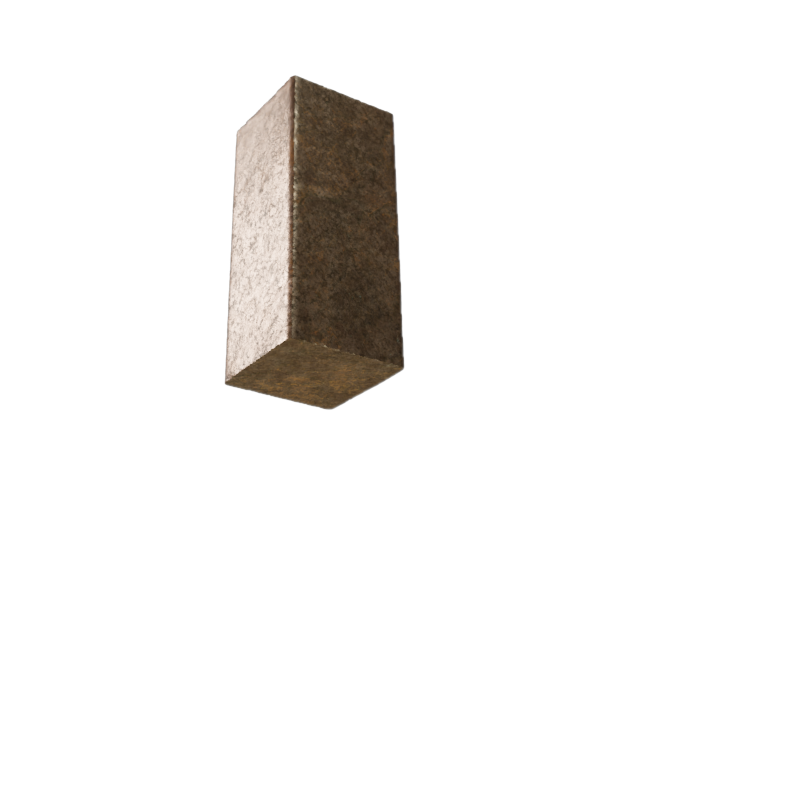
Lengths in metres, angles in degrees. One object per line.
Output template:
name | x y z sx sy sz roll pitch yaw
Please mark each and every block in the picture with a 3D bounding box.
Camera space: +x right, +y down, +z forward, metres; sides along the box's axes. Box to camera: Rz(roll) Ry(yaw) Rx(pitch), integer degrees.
block | -0.061 -0.111 0.782 0.086 0.219 0.089 16 -33 -31
